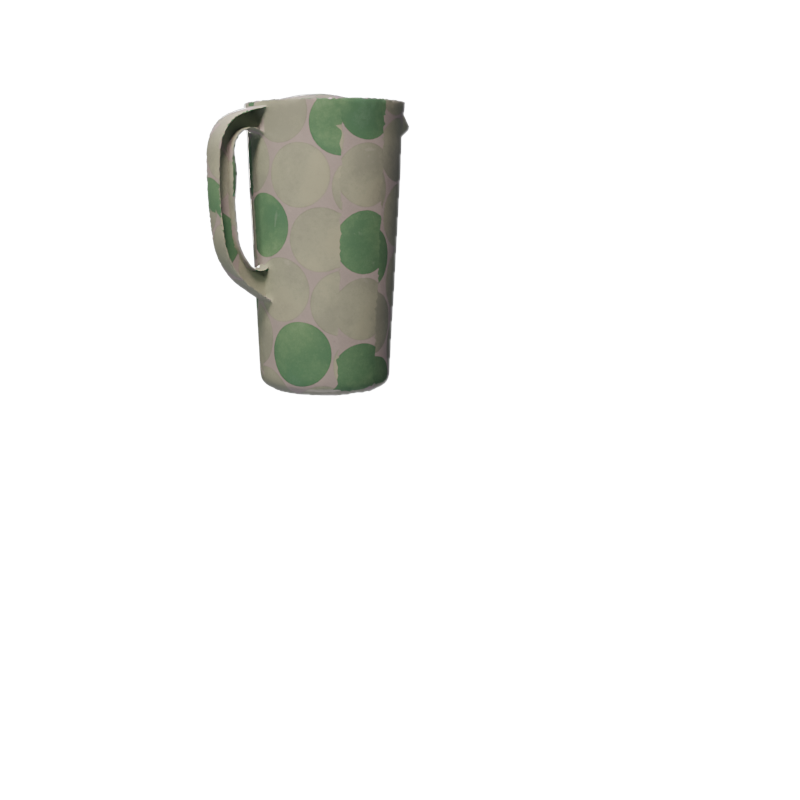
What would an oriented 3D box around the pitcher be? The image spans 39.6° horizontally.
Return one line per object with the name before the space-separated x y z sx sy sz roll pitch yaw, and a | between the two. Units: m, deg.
pitcher | -0.072 -0.131 0.918 0.151 0.241 0.145 1 5 8
